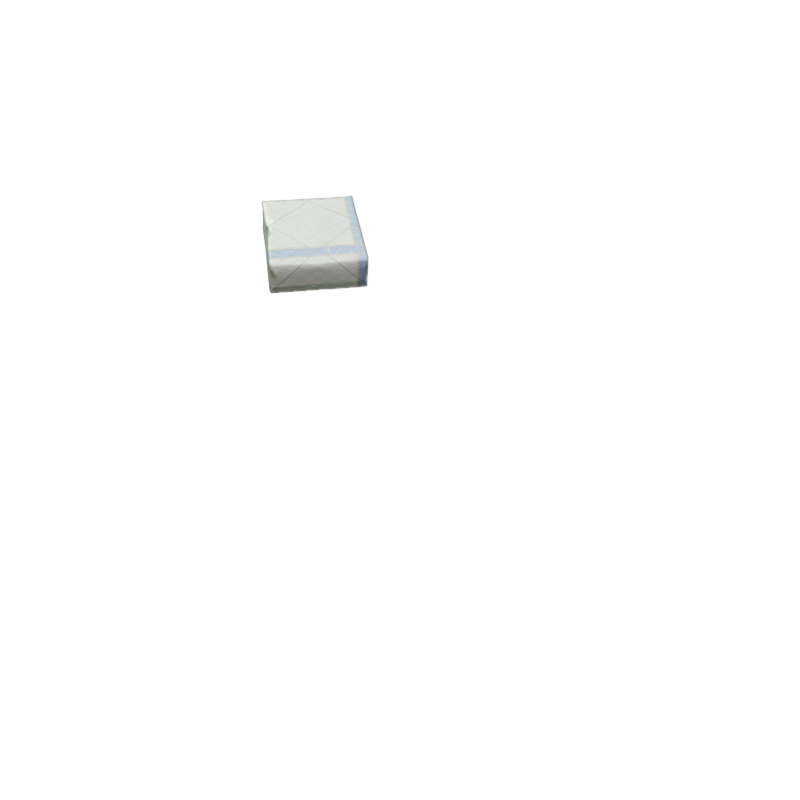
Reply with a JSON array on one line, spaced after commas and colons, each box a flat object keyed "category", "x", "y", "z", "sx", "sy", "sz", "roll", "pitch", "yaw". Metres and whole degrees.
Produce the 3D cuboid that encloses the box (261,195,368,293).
[{"category": "box", "x": -0.066, "y": -0.120, "z": 0.843, "sx": 0.073, "sy": 0.028, "sz": 0.096, "roll": -5, "pitch": 40, "yaw": -6}]
